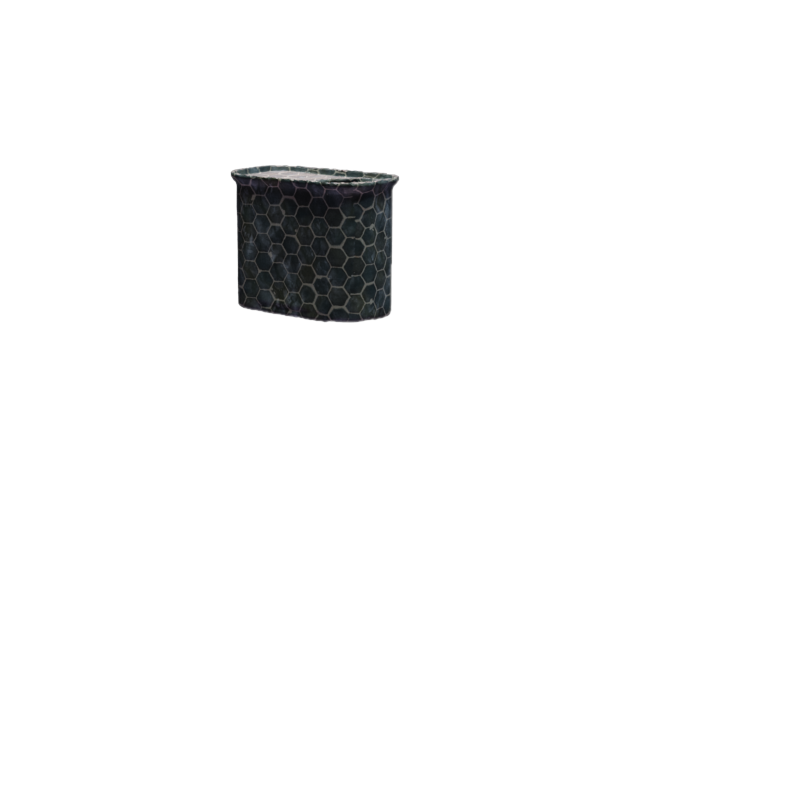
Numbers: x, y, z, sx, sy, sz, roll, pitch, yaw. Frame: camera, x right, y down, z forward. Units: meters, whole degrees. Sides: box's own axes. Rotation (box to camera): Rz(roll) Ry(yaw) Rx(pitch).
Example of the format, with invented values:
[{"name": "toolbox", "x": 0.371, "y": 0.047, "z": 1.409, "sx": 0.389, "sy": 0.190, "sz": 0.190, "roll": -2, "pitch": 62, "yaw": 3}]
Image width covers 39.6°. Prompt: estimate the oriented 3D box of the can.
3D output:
[{"name": "can", "x": -0.052, "y": -0.096, "z": 0.670, "sx": 0.107, "sy": 0.082, "sz": 0.056, "roll": 10, "pitch": 16, "yaw": 33}]
